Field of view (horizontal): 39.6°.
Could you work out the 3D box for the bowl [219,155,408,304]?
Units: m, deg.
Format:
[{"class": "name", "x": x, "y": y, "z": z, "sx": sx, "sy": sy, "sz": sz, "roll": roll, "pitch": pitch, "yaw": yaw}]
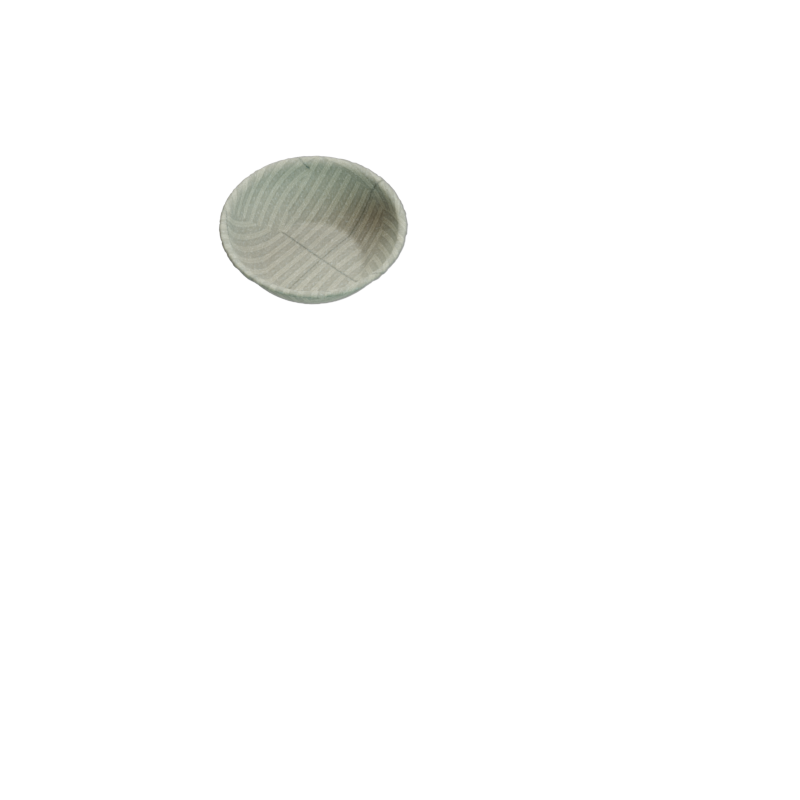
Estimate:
[{"class": "bowl", "x": -0.076, "y": -0.138, "z": 0.968, "sx": 0.162, "sy": 0.174, "sz": 0.051, "roll": -1, "pitch": -37, "yaw": -1}]
